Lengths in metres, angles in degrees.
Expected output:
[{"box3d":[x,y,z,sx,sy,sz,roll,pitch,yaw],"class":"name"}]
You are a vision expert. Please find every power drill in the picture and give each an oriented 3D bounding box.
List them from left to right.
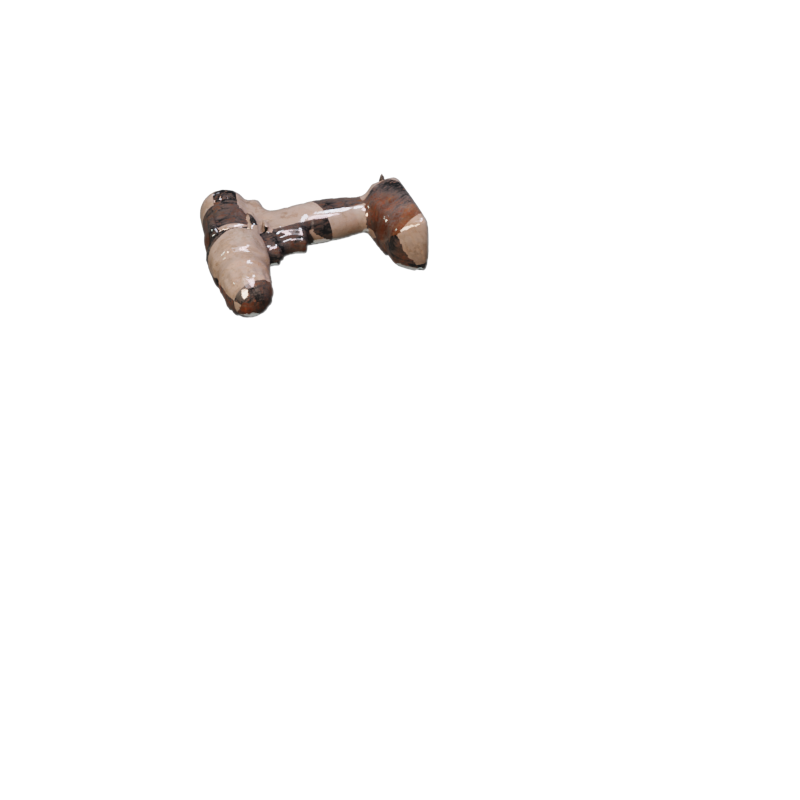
[{"box3d":[-0.075,-0.136,0.954,0.185,0.054,0.199,-8,35,-11],"class":"power drill"}]
